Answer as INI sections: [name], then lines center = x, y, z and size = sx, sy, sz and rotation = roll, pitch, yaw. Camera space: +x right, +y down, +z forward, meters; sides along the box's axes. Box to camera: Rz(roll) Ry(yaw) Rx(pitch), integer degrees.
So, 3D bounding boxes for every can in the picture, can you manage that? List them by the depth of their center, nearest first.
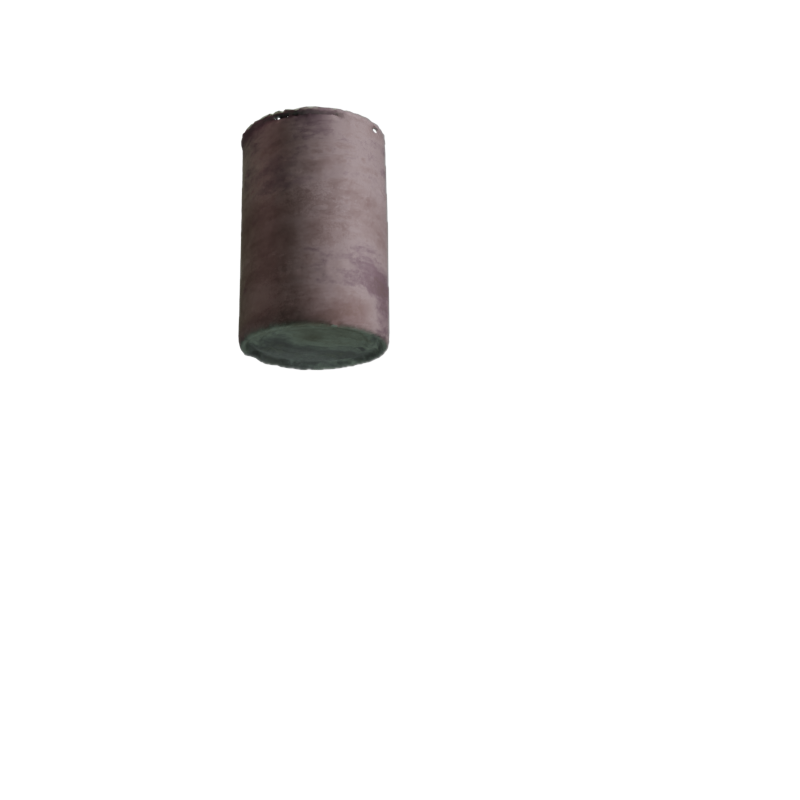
[can]
center = -0.039, -0.072, 0.502
size = 0.068, 0.107, 0.065
rotation = 0, -20, -2
